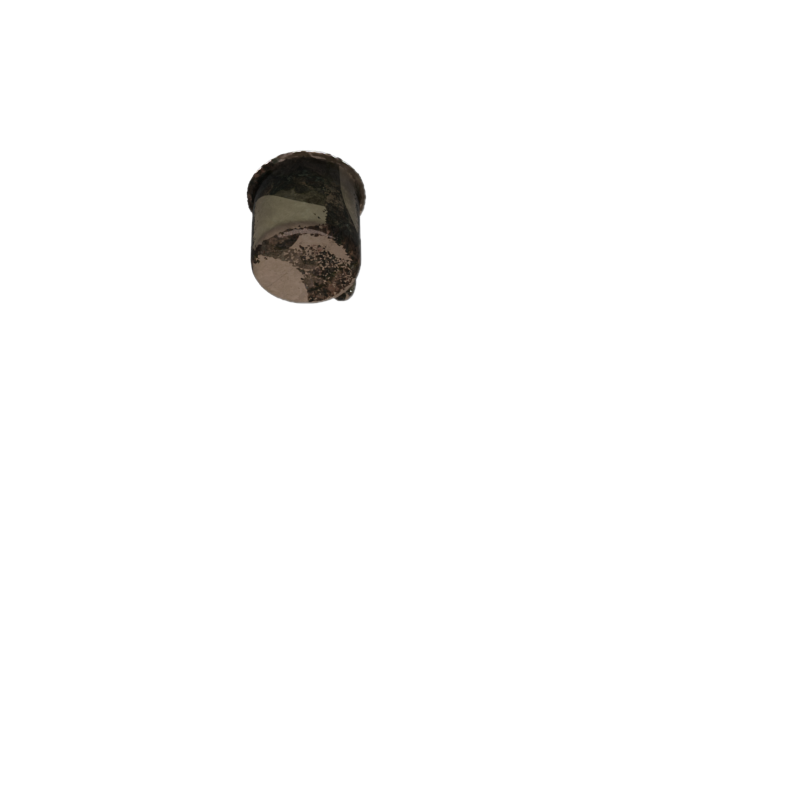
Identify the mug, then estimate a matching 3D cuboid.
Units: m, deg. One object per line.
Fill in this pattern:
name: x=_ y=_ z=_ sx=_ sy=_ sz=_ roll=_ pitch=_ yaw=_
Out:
mug: x=-0.066 y=-0.120 z=0.842 sx=0.094 sy=0.088 sz=0.108 roll=-19 pitch=-46 yaw=17
